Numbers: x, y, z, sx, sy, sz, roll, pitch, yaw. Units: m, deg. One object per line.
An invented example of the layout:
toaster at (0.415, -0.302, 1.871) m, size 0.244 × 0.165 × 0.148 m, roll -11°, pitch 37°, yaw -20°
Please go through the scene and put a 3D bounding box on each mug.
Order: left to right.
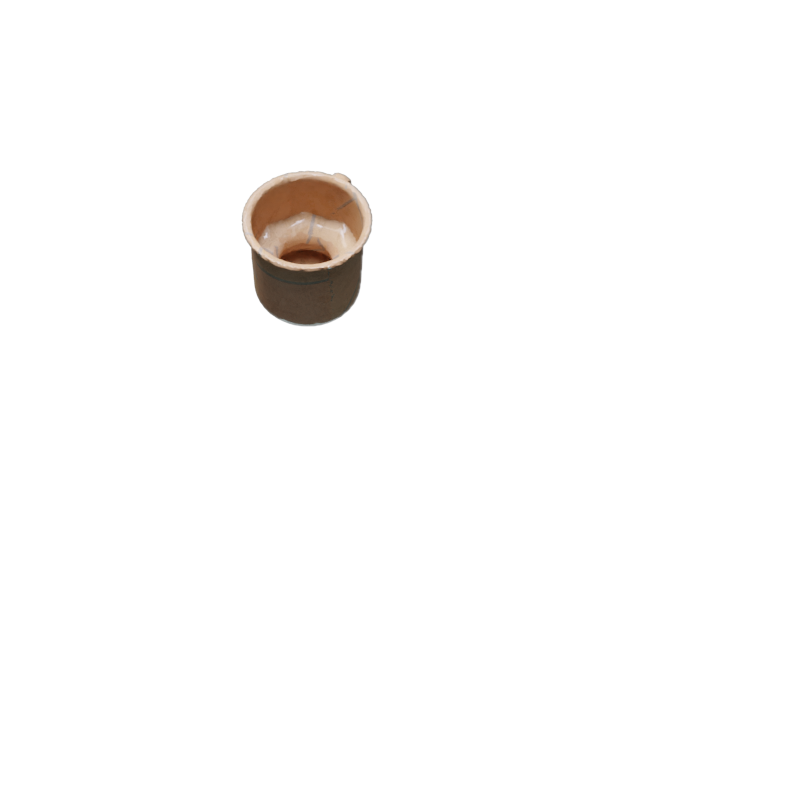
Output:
mug at (-0.065, -0.118, 0.825) m, size 0.095 × 0.122 × 0.076 m, roll 17°, pitch -34°, yaw 10°
